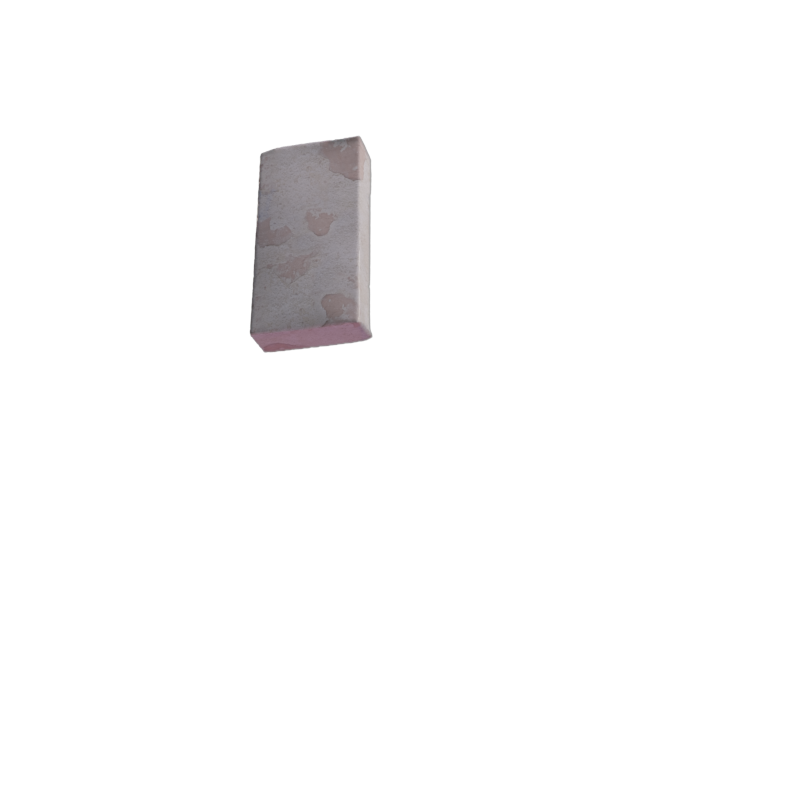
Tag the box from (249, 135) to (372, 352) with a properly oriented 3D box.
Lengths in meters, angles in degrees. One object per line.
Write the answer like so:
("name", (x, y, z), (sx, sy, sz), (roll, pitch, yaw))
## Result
("box", (-0.072, -0.131, 0.918), (0.095, 0.186, 0.045), (-8, -26, 13))
